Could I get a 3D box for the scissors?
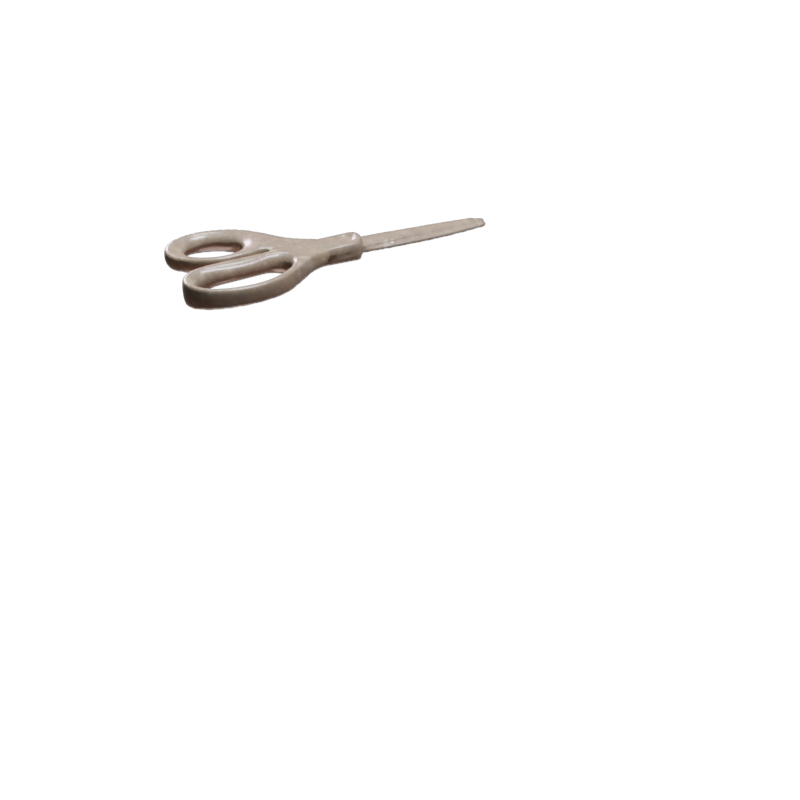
[{"bbox_3d":[-0.051,-0.093,0.655,0.200,0.015,0.103,-25,37,-38],"label":"scissors"}]
